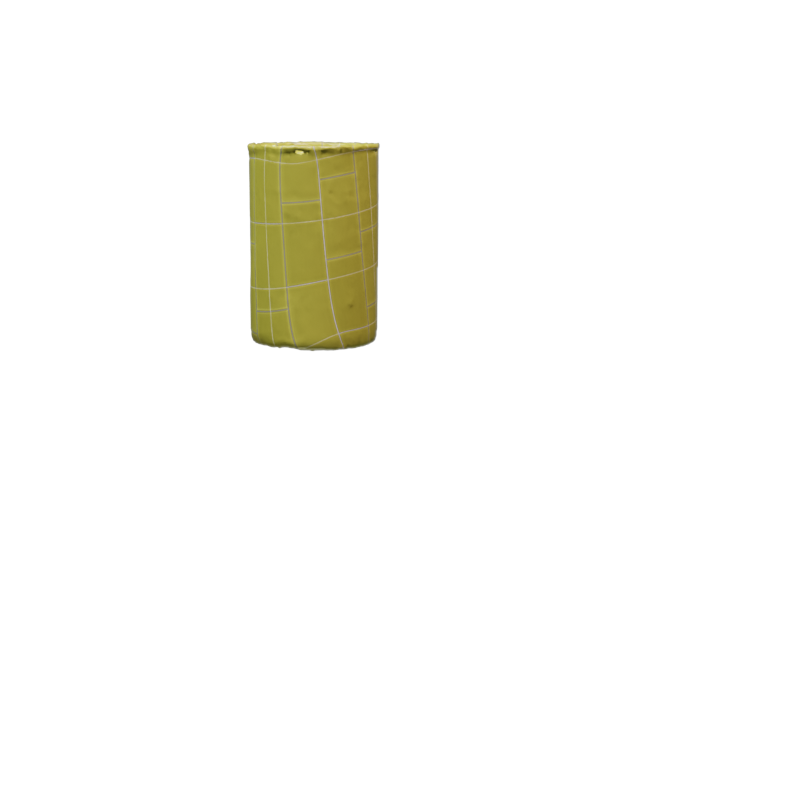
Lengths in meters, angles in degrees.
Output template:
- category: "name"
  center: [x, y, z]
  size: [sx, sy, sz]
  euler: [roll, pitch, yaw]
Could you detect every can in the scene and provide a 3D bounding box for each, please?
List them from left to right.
- category: "can"
  center: [-0.045, -0.082, 0.573]
  size: [0.068, 0.100, 0.070]
  euler: [0, 9, -2]
